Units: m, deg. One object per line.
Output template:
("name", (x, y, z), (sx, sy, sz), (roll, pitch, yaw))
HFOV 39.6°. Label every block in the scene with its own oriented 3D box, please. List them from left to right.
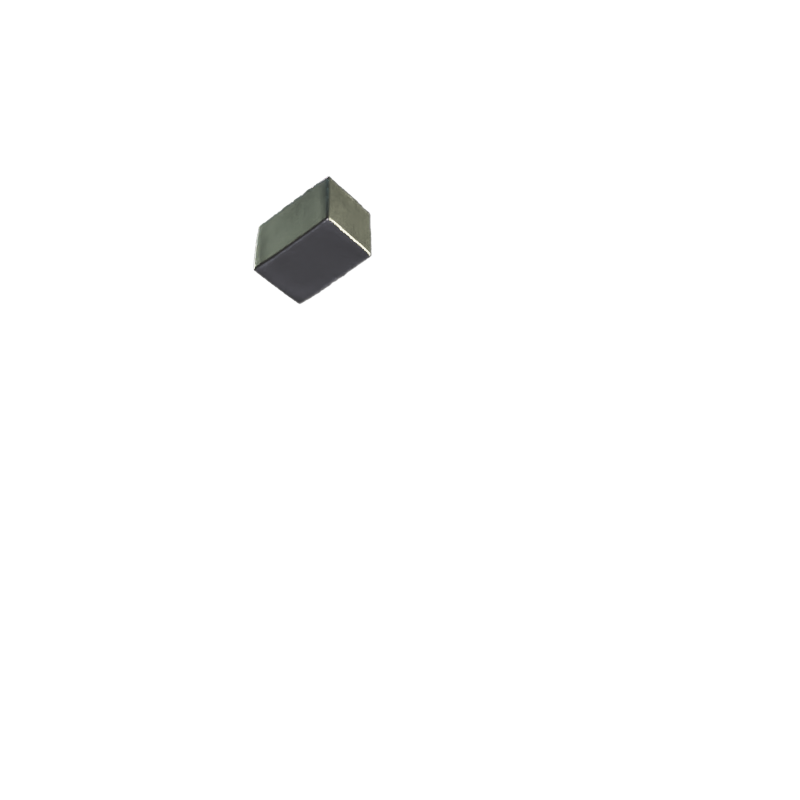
("block", (-0.067, -0.122, 0.854), (0.077, 0.055, 0.049), (-32, -53, 25))
